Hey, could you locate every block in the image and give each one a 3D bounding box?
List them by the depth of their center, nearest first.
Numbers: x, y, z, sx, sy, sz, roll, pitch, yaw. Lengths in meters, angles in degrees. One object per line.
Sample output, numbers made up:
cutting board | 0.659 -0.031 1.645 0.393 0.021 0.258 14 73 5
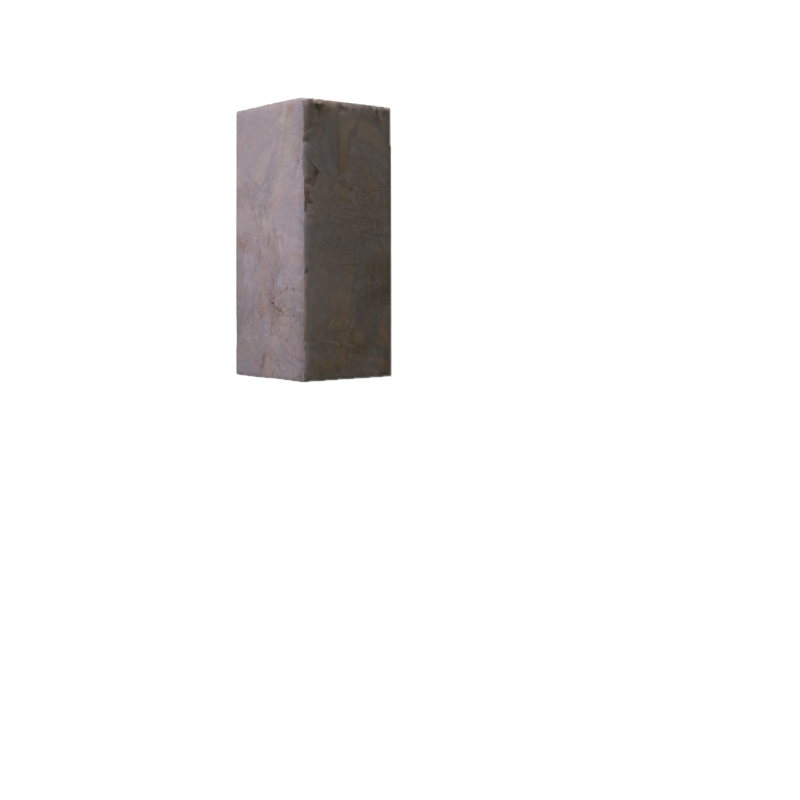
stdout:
block | -0.067 -0.122 0.857 0.087 0.207 0.093 1 -1 -40
